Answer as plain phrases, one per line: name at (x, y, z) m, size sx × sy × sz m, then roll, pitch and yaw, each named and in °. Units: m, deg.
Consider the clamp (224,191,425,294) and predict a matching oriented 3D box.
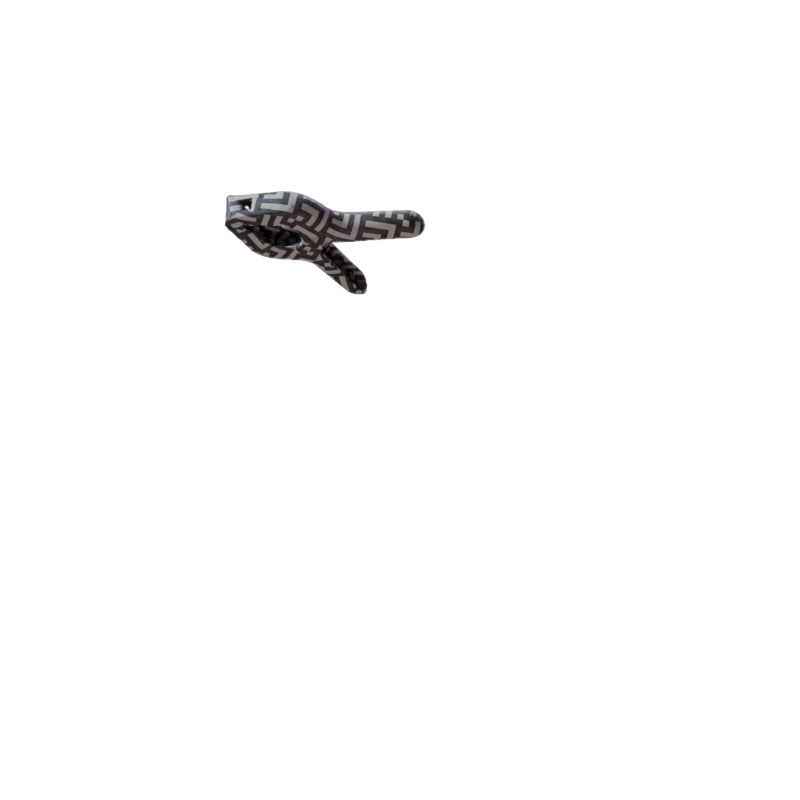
clamp at (-0.077, -0.140, 0.981) m, size 0.167 × 0.042 × 0.115 m, roll 11°, pitch -39°, yaw -14°
